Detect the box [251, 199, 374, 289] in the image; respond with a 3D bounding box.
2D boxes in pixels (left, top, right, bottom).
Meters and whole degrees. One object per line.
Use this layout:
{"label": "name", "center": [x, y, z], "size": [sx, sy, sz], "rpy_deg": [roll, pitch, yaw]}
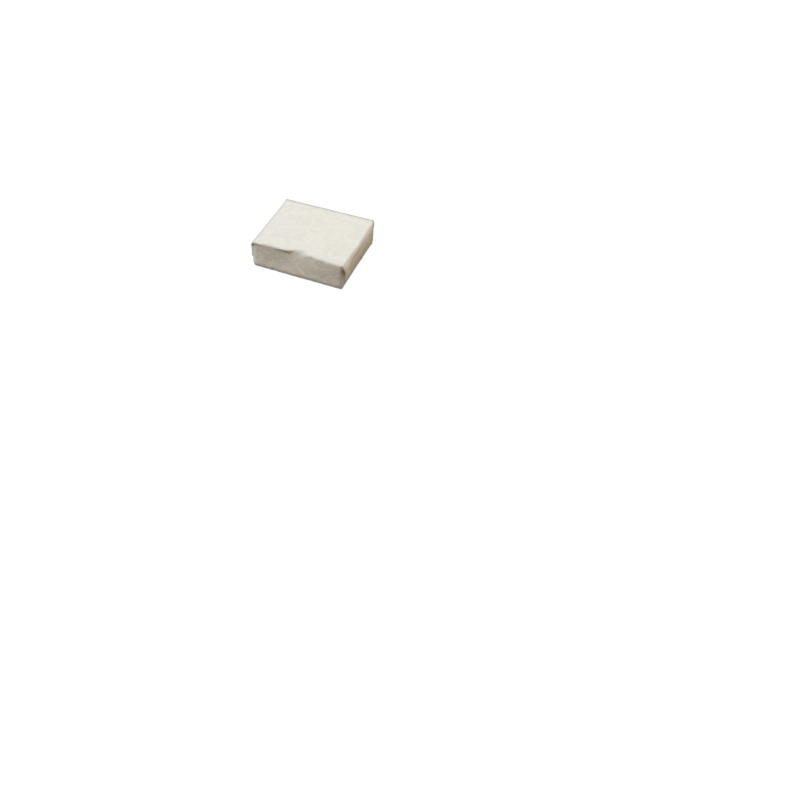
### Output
{"label": "box", "center": [-0.077, -0.141, 0.988], "size": [0.092, 0.028, 0.076], "rpy_deg": [16, 44, 17]}
